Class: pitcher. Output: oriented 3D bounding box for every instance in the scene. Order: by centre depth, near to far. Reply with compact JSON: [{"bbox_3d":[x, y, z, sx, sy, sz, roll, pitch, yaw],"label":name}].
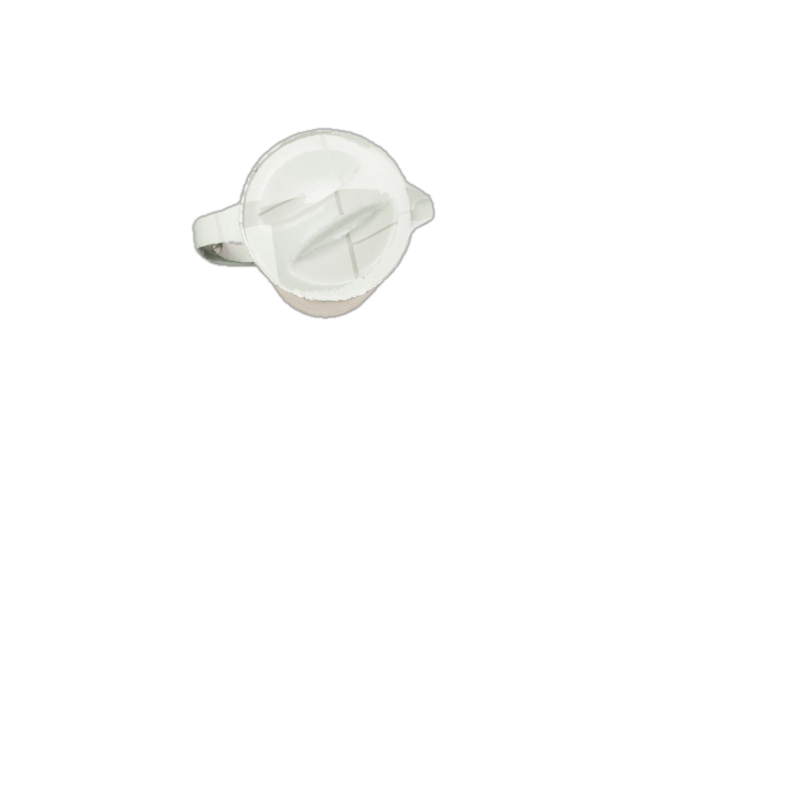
[{"bbox_3d":[-0.074,-0.136,0.951,0.151,0.146,0.239,38,-6,0],"label":"pitcher"}]
